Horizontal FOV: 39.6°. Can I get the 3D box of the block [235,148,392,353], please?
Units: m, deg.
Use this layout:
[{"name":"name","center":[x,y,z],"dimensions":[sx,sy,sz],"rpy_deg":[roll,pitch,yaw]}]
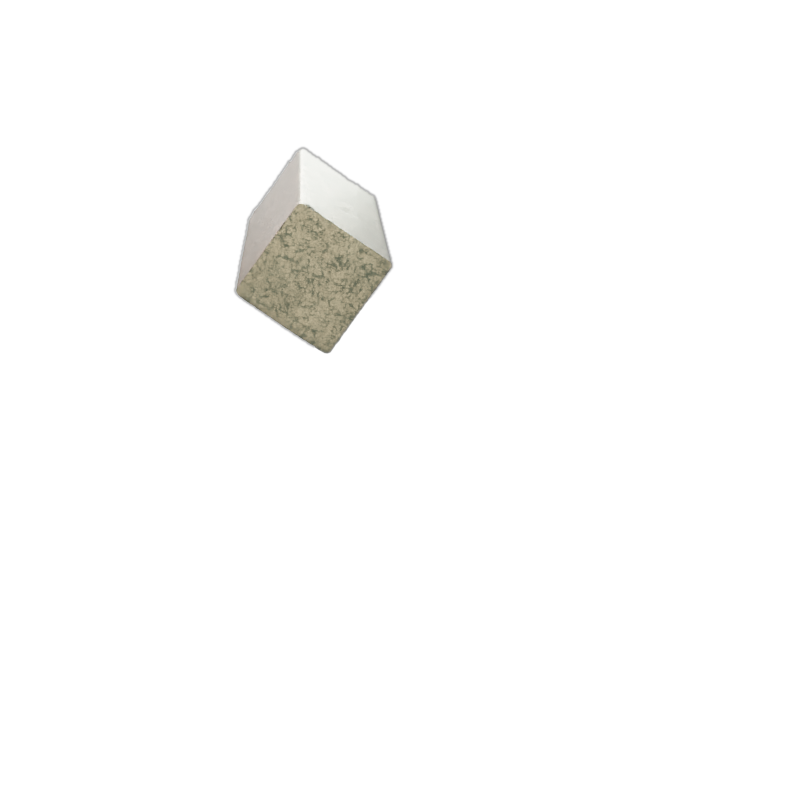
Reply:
[{"name":"block","center":[-0.074,-0.133,0.932],"dimensions":[0.087,0.089,0.216],"rpy_deg":[33,17,-16]}]
